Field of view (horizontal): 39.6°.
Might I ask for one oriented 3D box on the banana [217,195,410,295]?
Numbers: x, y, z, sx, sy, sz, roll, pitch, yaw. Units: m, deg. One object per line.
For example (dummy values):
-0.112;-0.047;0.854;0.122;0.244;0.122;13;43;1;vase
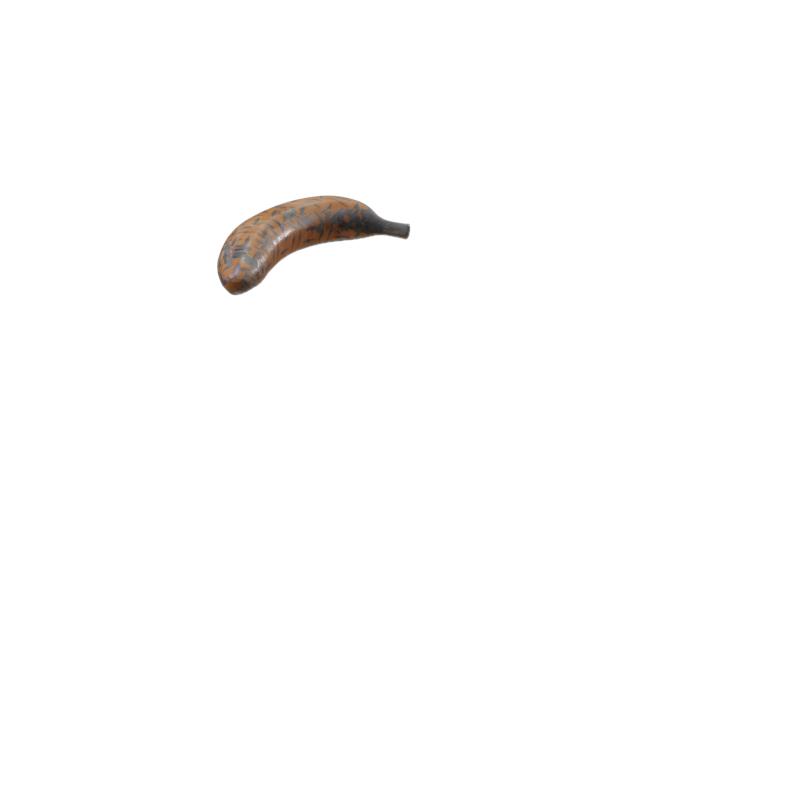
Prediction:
-0.073;-0.116;0.784;0.073;0.035;0.196;15;28;32;banana
